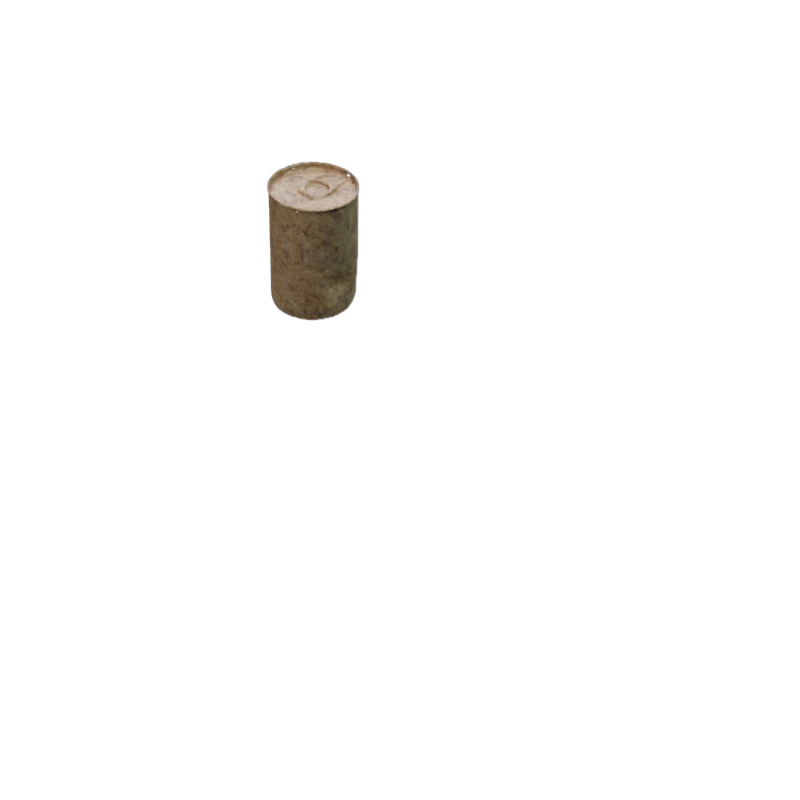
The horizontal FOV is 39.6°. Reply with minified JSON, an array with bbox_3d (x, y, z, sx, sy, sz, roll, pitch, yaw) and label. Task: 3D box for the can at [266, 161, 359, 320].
[{"bbox_3d":[-0.066,-0.120,0.841,0.068,0.095,0.073,0,39,-3],"label":"can"}]
